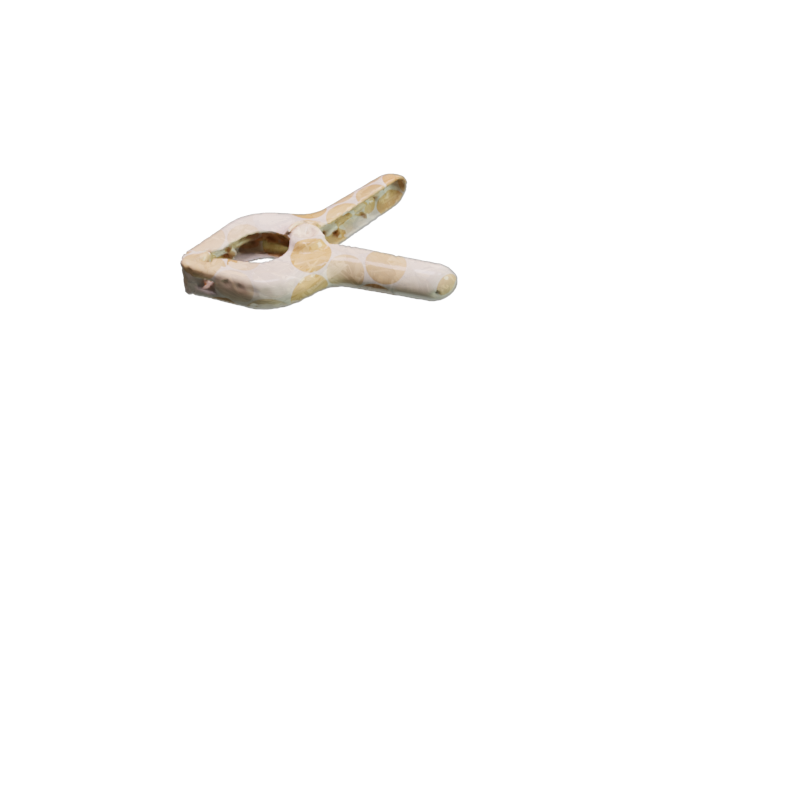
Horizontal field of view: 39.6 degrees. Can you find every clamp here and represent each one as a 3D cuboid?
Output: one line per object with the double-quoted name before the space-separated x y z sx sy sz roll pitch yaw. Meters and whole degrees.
"clamp" -0.057 -0.104 0.726 0.170 0.037 0.129 -4 38 -5
